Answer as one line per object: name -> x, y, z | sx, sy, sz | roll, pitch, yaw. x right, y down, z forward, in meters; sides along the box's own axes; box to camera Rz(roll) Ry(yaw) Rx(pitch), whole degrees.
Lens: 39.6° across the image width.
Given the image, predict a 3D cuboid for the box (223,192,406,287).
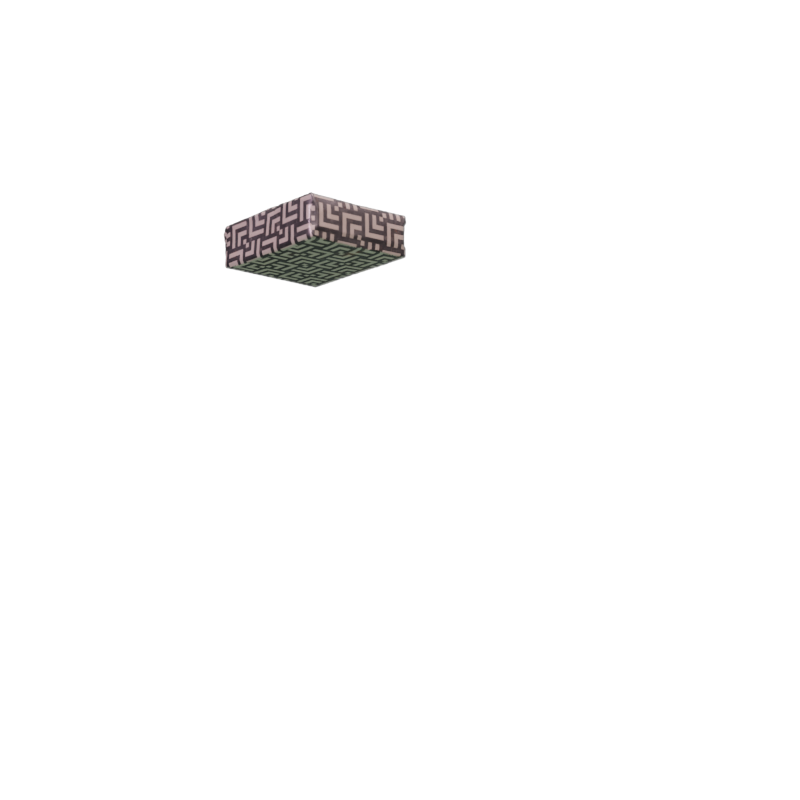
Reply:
box -> -0.053, -0.096, 0.670 | 0.069, 0.031, 0.091 | 8, -12, -40
